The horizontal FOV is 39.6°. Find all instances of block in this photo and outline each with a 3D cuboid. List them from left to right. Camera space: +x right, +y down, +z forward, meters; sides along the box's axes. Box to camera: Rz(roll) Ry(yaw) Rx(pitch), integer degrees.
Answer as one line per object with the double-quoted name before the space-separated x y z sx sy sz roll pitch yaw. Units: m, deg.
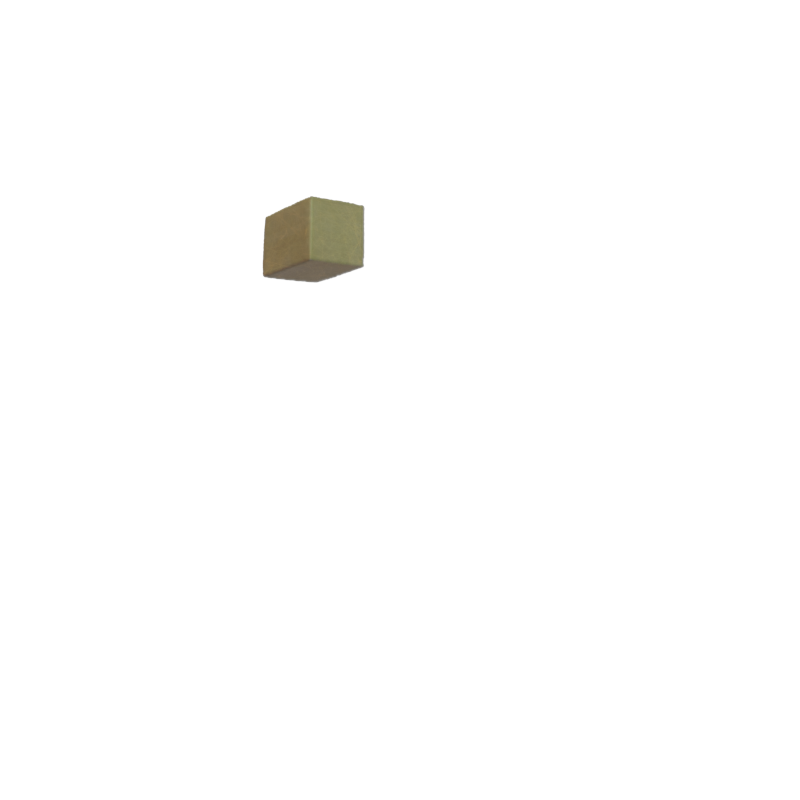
"block" -0.070 -0.128 0.900 0.050 0.053 0.079 6 -10 -34
